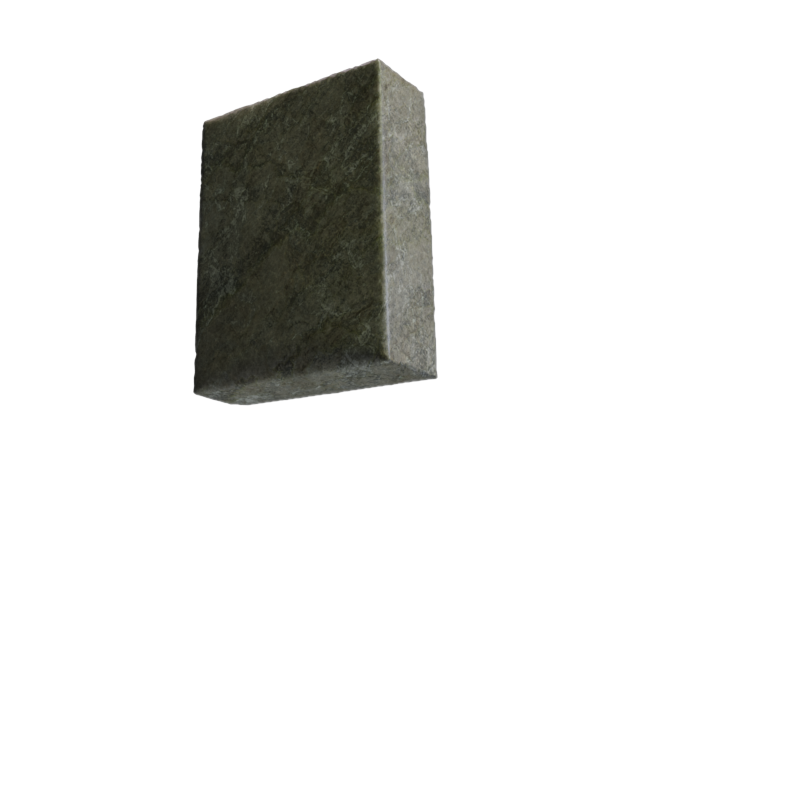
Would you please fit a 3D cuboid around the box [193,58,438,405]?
[{"bbox_3d":[-0.061,-0.112,0.785,0.167,0.224,0.067,-12,-22,32],"label":"box"}]
